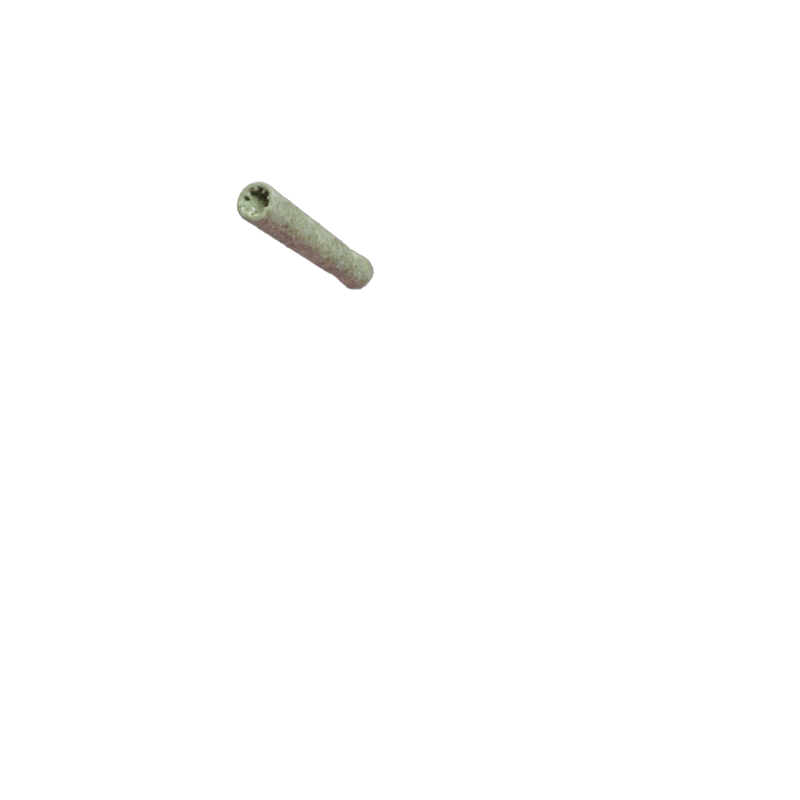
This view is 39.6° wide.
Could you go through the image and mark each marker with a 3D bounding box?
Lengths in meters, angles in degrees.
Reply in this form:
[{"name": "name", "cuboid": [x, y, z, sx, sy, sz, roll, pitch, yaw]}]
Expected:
[{"name": "marker", "cuboid": [-0.042, -0.077, 0.537, 0.020, 0.020, 0.114, 2, -10, 23]}]
